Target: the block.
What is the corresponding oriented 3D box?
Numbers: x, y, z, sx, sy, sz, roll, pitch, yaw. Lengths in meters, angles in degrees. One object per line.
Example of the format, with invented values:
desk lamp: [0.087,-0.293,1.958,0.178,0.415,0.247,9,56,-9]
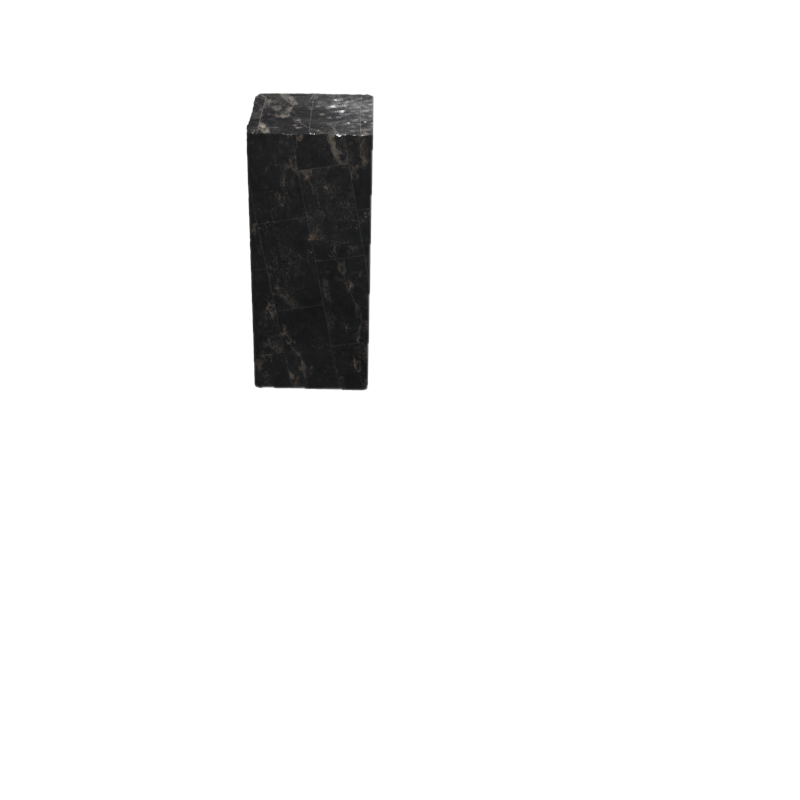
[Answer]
block: [-0.066,-0.120,0.838,0.090,0.194,0.096,2,29,-1]
